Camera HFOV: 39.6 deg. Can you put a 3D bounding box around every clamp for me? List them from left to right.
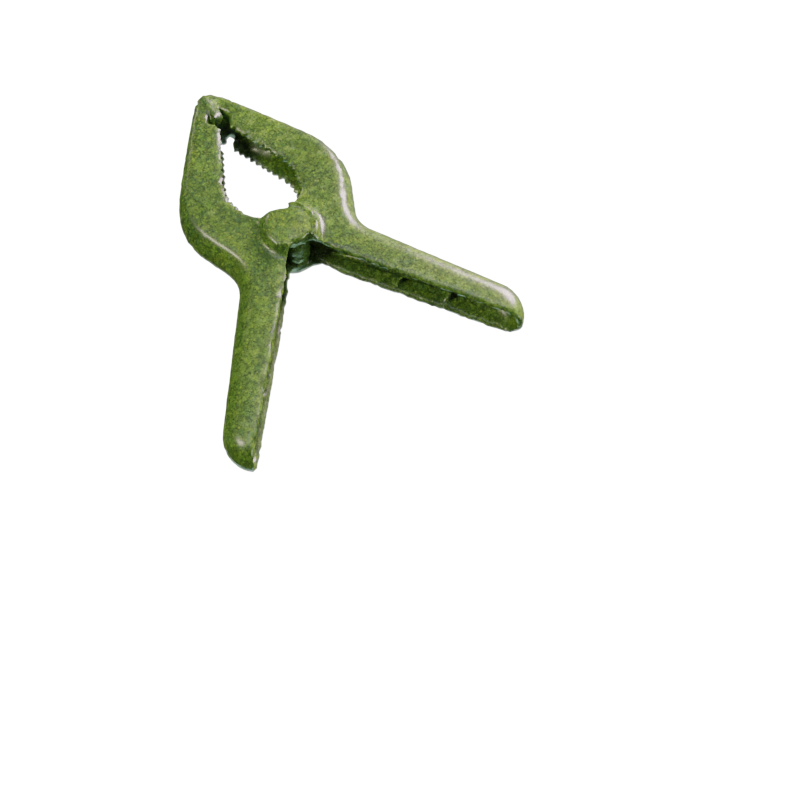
[{"bbox_3d":[-0.046,-0.083,0.584,0.164,0.225,0.034,-20,-28,-11],"label":"clamp"}]
